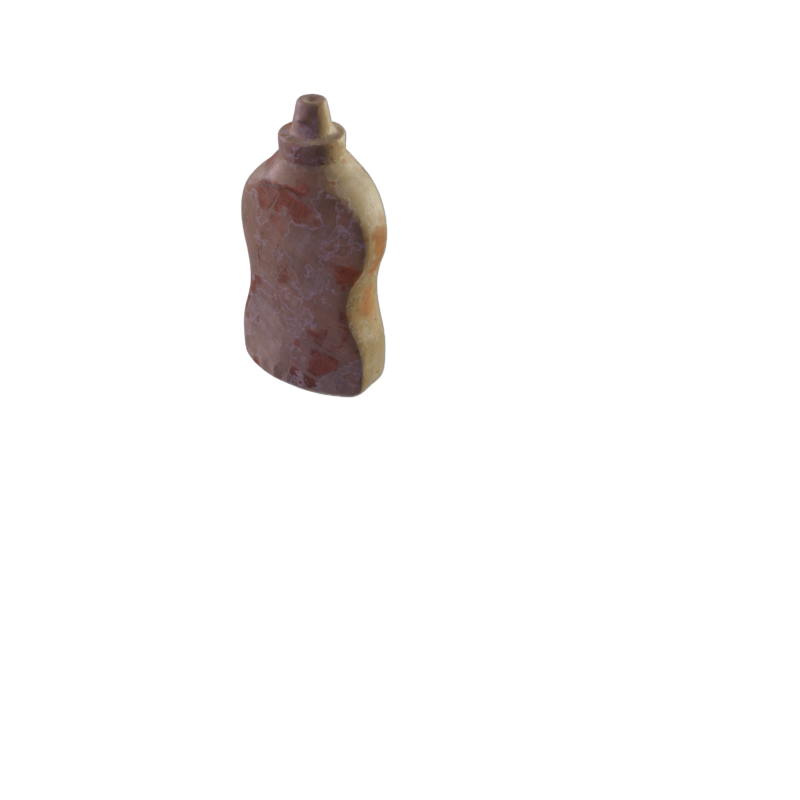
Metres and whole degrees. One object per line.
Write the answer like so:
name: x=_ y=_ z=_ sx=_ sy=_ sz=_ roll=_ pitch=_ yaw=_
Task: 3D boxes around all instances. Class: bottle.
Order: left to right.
bottle: x=-0.054 y=-0.099 z=0.692 sx=0.101 sy=0.180 sz=0.059 roll=22 pitch=37 yaw=29
